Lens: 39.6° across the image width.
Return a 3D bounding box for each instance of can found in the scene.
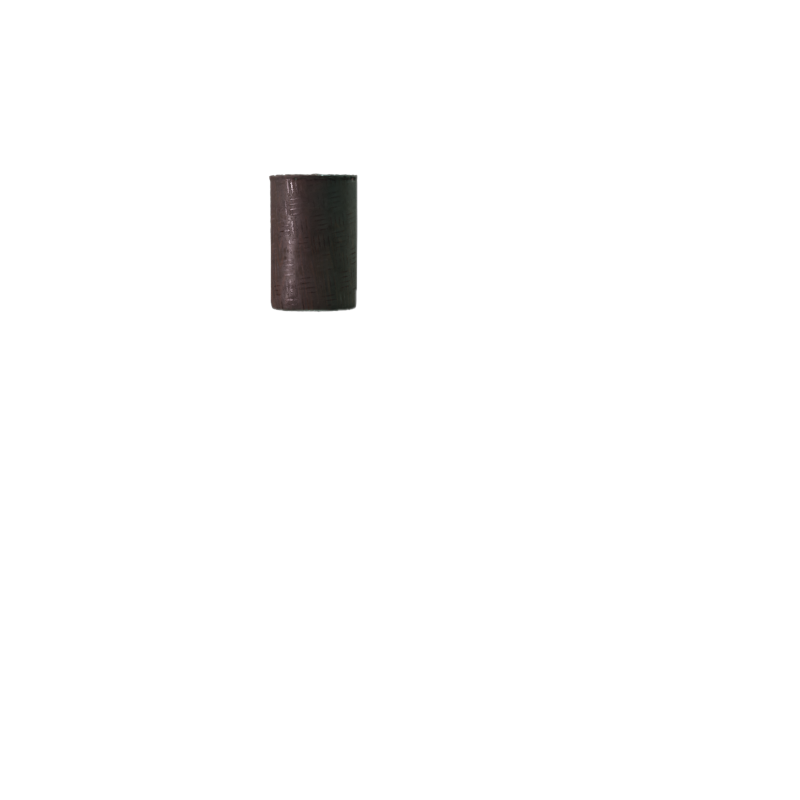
[{"bbox_3d":[-0.066,-0.121,0.849,0.068,0.102,0.069,0,4,-2],"label":"can"}]
